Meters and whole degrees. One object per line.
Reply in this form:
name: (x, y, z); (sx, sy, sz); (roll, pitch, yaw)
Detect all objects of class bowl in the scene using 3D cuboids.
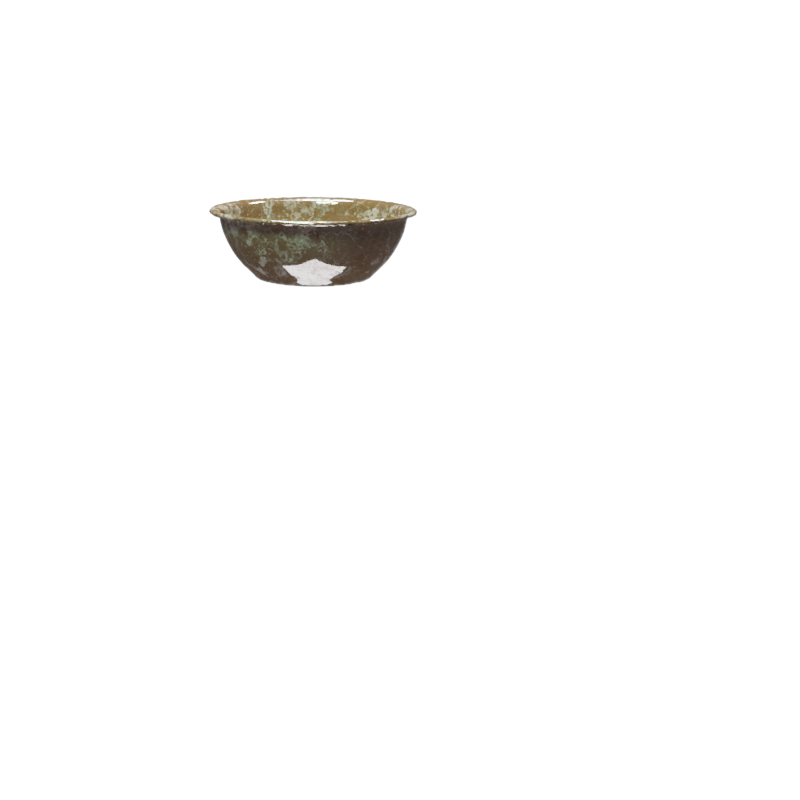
bowl: (-0.068, -0.124, 0.870); (0.162, 0.053, 0.167); (-1, 16, -2)
